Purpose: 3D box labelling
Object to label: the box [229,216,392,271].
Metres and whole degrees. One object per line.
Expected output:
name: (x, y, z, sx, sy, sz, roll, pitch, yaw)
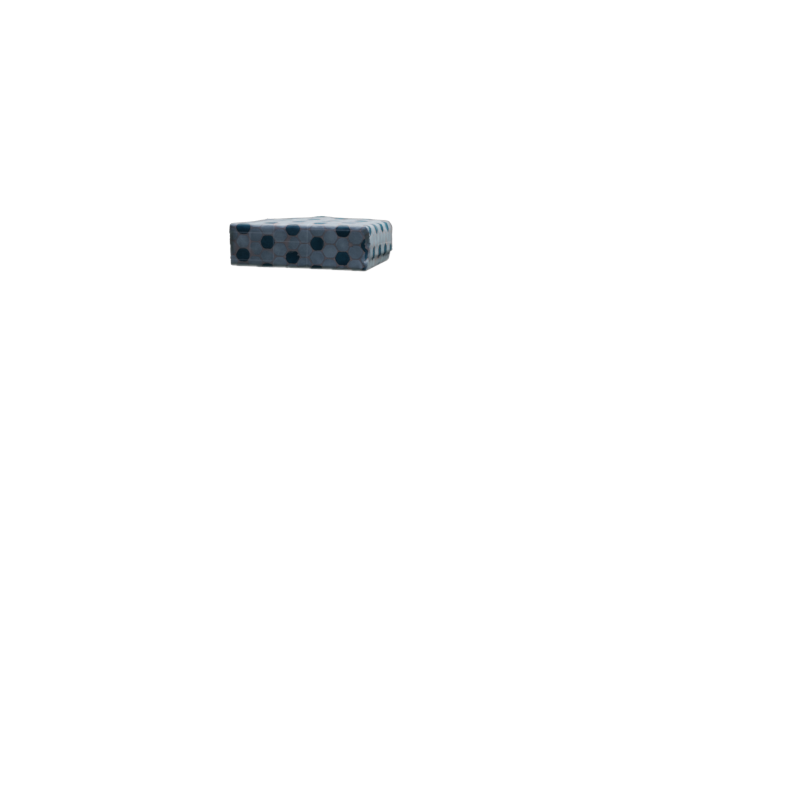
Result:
box: (-0.055, -0.101, 0.705, 0.091, 0.030, 0.073, 3, 11, 13)
